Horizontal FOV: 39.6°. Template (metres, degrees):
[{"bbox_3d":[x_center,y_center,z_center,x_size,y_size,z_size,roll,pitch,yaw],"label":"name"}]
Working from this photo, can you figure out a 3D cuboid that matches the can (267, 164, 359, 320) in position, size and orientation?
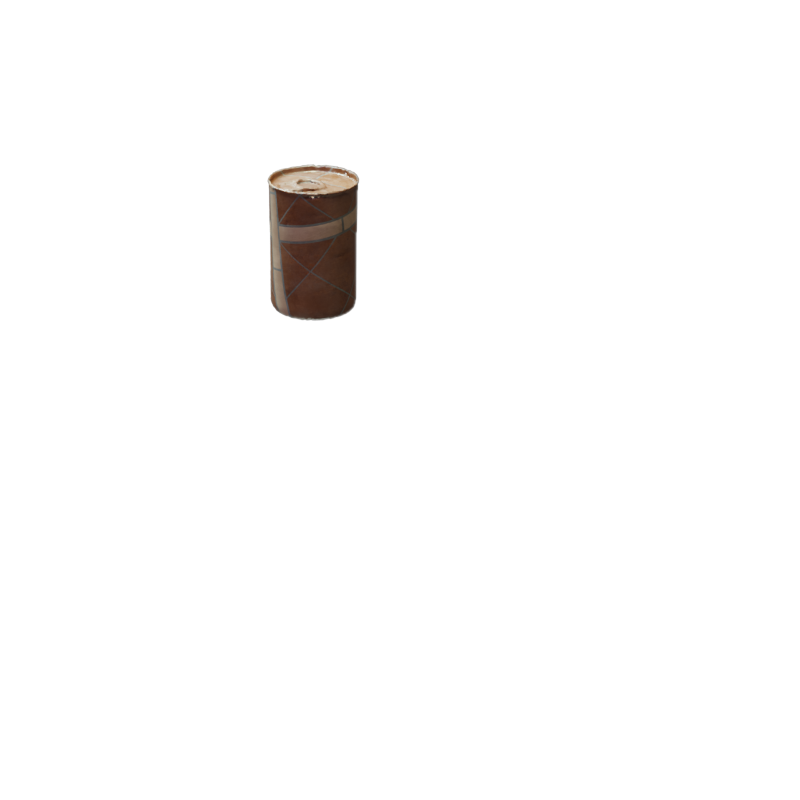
[{"bbox_3d":[-0.066,-0.120,0.840,0.068,0.097,0.072,0,25,-2],"label":"can"}]
